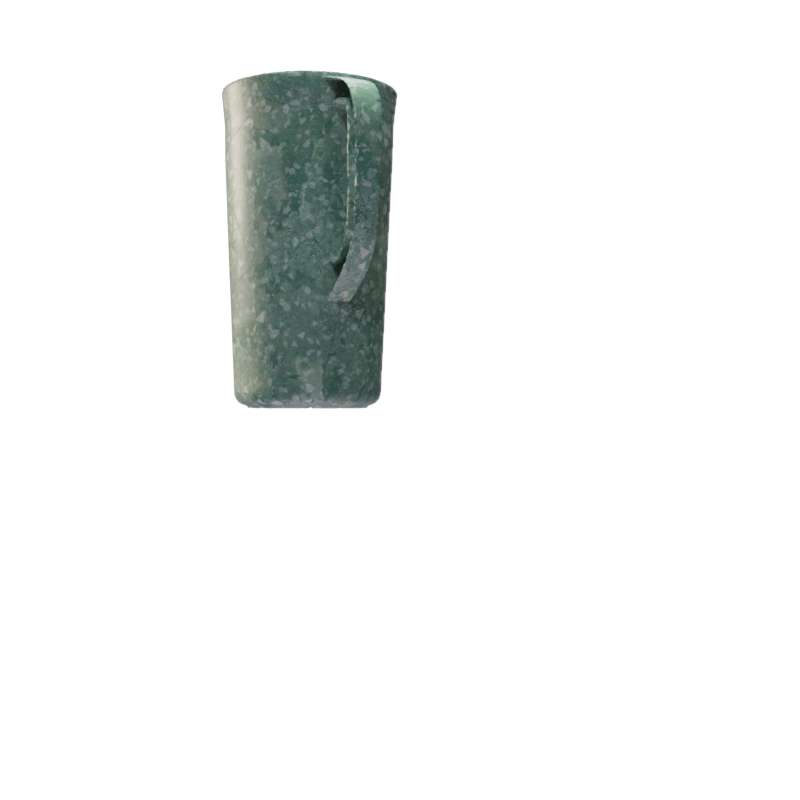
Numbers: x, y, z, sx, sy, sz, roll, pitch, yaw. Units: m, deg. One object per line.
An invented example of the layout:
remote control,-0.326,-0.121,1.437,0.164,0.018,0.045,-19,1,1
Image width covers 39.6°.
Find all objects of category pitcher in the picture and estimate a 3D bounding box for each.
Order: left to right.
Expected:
pitcher,-0.064,-0.117,0.818,0.148,0.247,0.143,-2,-6,19
